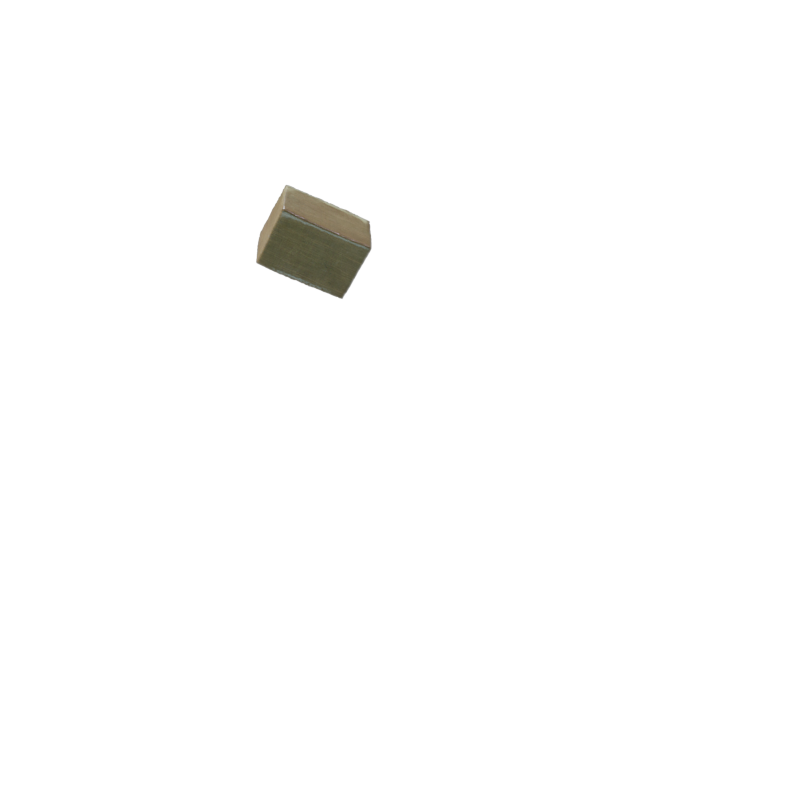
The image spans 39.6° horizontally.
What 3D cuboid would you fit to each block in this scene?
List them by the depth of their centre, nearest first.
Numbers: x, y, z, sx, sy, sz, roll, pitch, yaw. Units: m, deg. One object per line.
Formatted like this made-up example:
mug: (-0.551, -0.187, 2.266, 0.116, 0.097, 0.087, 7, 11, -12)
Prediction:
block: (-0.068, -0.125, 0.874, 0.076, 0.051, 0.054, 23, 27, -14)
